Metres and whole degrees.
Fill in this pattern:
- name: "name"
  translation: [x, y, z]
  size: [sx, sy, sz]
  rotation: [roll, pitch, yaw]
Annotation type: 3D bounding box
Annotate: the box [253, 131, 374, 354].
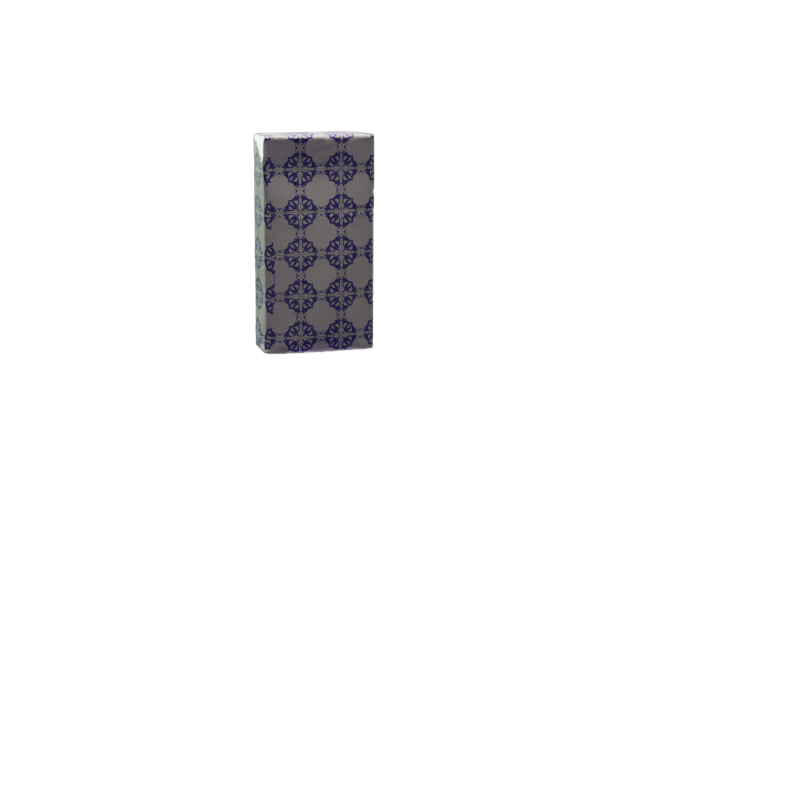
- name: "box"
  translation: [-0.070, -0.128, 0.895]
  size: [0.091, 0.173, 0.050]
  rotation: [-2, 8, -18]
